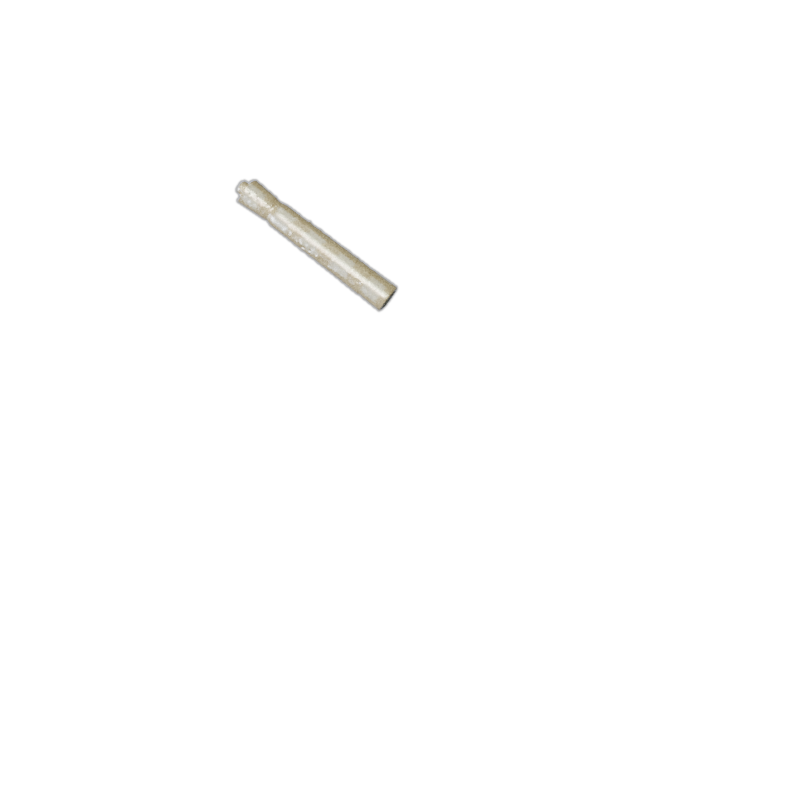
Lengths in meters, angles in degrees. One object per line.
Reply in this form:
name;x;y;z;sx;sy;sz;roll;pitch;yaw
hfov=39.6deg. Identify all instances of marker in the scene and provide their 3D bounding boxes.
marker;-0.055;-0.100;0.700;0.124;0.019;0.019;38;11;11
